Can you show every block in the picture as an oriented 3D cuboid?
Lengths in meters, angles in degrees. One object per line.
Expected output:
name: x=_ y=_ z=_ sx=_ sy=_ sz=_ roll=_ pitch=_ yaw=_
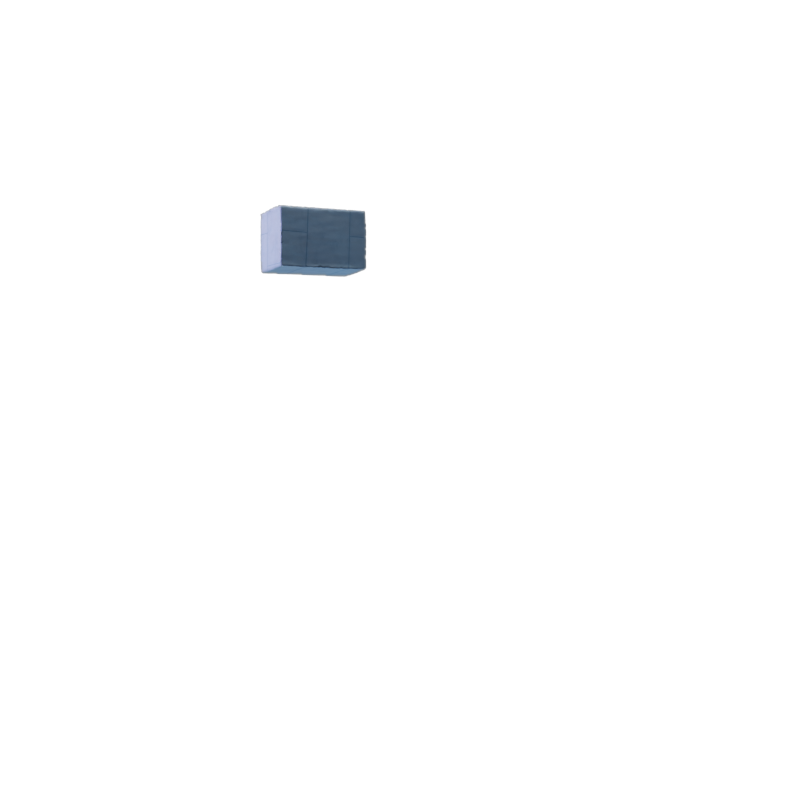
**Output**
block: x=-0.073 y=-0.133 z=0.929 sx=0.076 sy=0.052 sz=0.053 roll=1 pitch=-5 yaw=-23
